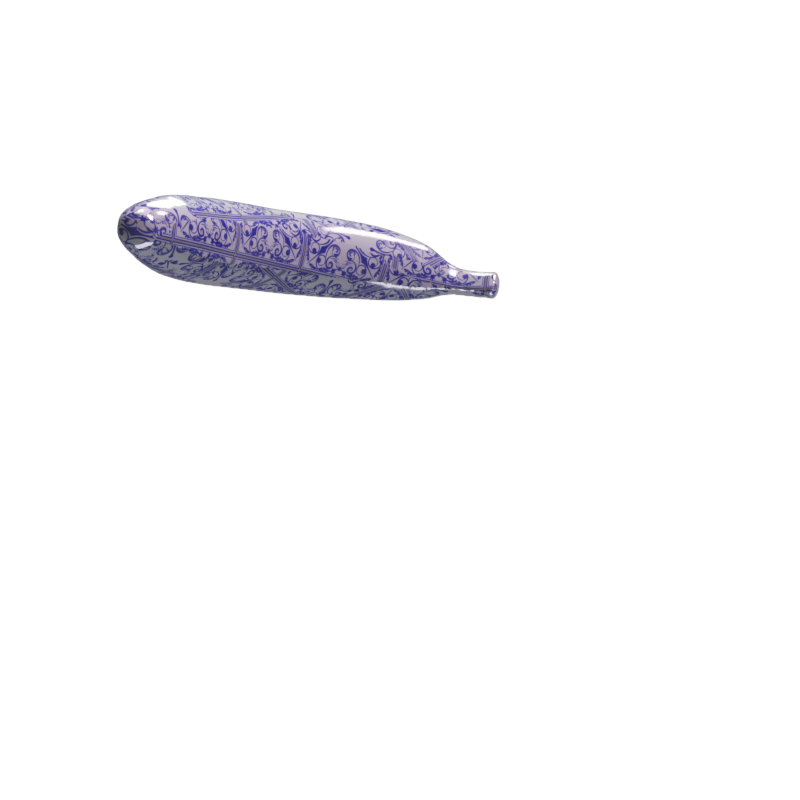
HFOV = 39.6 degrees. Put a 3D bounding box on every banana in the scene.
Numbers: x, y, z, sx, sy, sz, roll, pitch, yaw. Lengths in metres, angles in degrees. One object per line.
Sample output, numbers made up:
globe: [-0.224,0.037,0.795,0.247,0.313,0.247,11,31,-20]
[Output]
banana: [-0.046,-0.066,0.482,0.189,0.037,0.072,1,-3,-40]
